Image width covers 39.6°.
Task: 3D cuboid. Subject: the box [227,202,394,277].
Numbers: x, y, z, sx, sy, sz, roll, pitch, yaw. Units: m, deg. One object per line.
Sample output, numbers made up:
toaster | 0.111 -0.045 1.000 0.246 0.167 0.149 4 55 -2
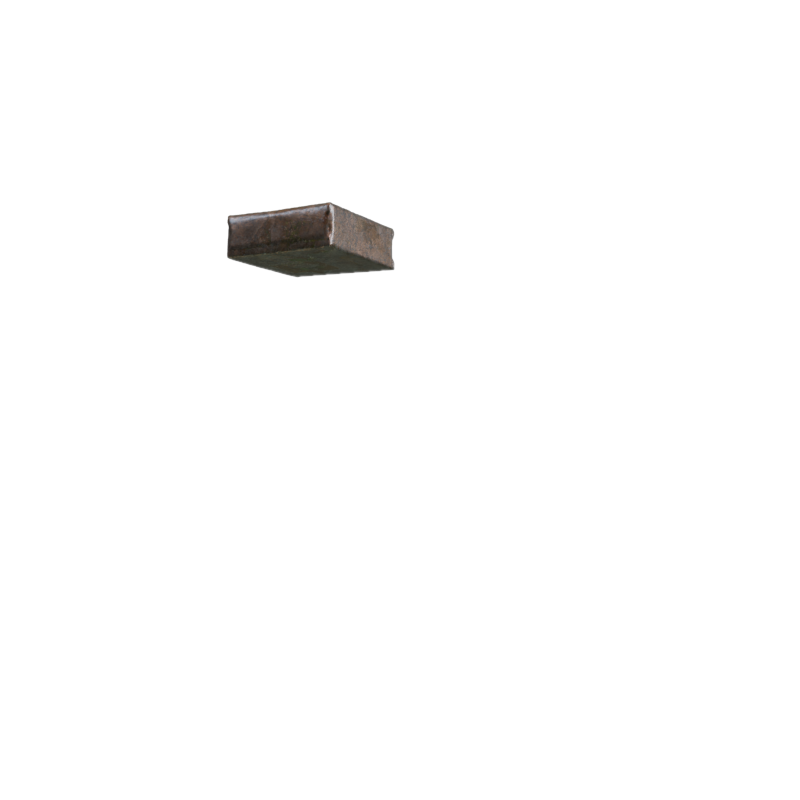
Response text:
box | -0.054 -0.099 0.695 0.075 0.031 0.085 -2 -4 28
